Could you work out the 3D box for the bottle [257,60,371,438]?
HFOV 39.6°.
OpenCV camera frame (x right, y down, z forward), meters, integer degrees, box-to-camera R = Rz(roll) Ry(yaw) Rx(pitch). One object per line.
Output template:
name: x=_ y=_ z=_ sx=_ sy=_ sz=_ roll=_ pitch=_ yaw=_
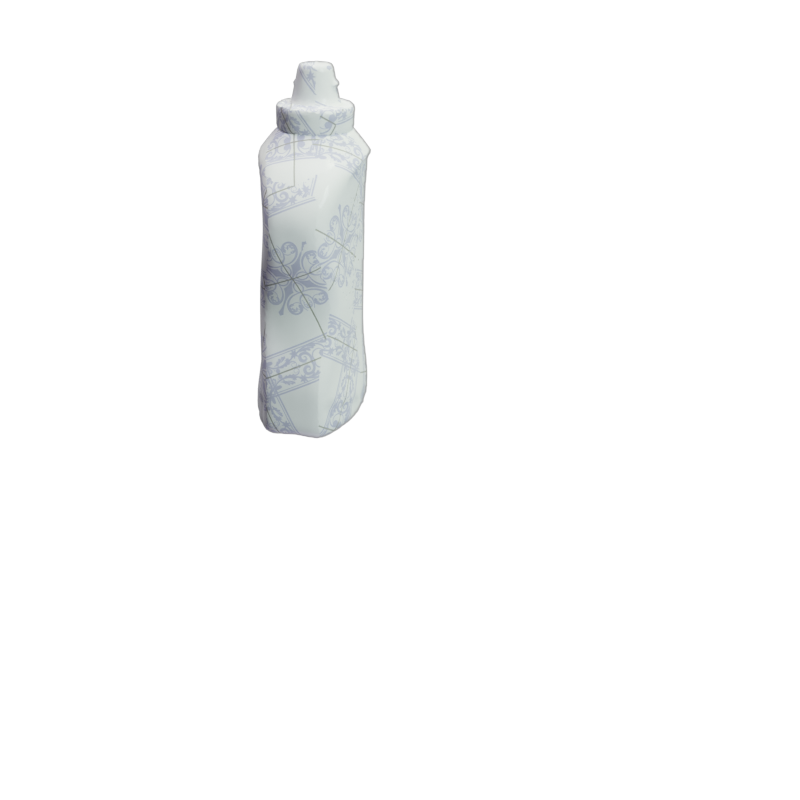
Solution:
bottle: x=-0.046 y=-0.085 z=0.595 sx=0.059 sy=0.184 sz=0.098 roll=5 pitch=20 yaw=11
